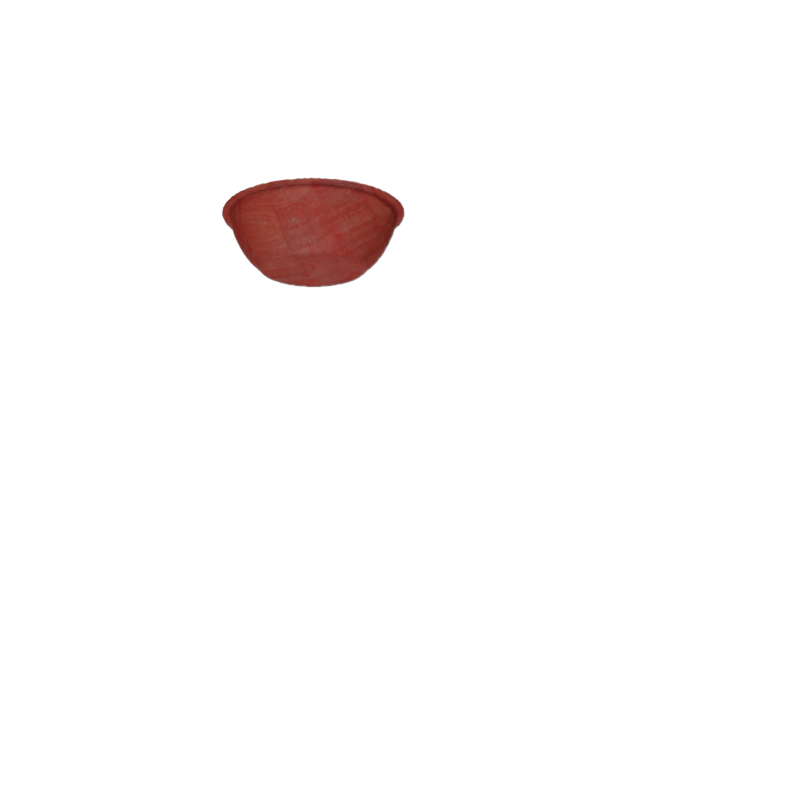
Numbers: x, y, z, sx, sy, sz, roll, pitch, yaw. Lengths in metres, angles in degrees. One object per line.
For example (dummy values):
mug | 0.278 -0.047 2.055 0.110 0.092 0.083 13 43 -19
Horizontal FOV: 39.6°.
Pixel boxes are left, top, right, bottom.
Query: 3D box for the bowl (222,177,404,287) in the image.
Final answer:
bowl | -0.076 -0.139 0.972 0.162 0.057 0.156 0 -14 -2
